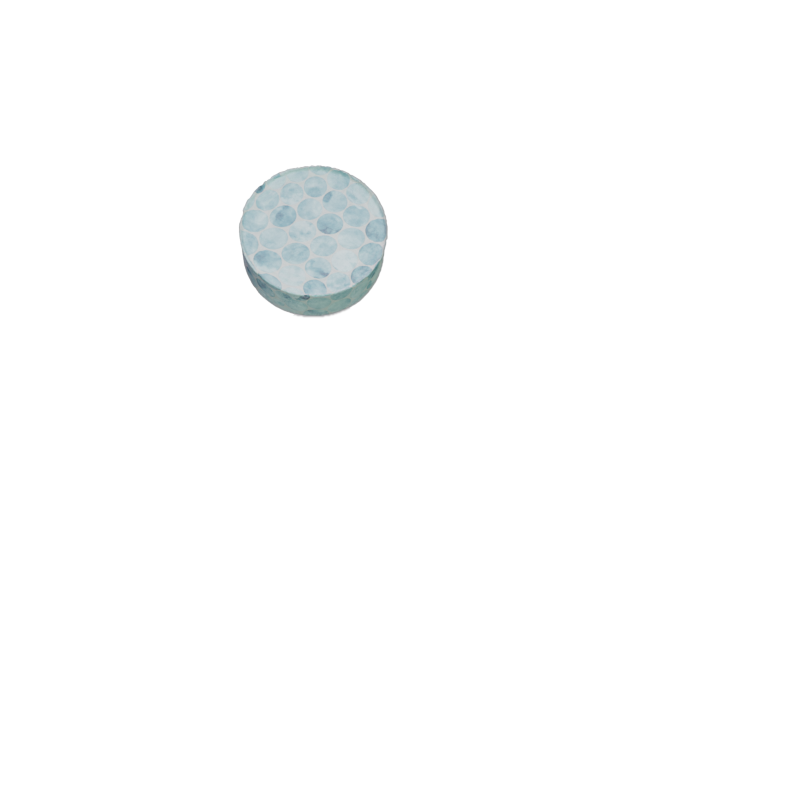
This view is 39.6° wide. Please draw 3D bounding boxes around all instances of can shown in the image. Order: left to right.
[{"bbox_3d":[-0.051,-0.093,0.652,0.086,0.091,0.032,-1,-25,-1],"label":"can"}]
